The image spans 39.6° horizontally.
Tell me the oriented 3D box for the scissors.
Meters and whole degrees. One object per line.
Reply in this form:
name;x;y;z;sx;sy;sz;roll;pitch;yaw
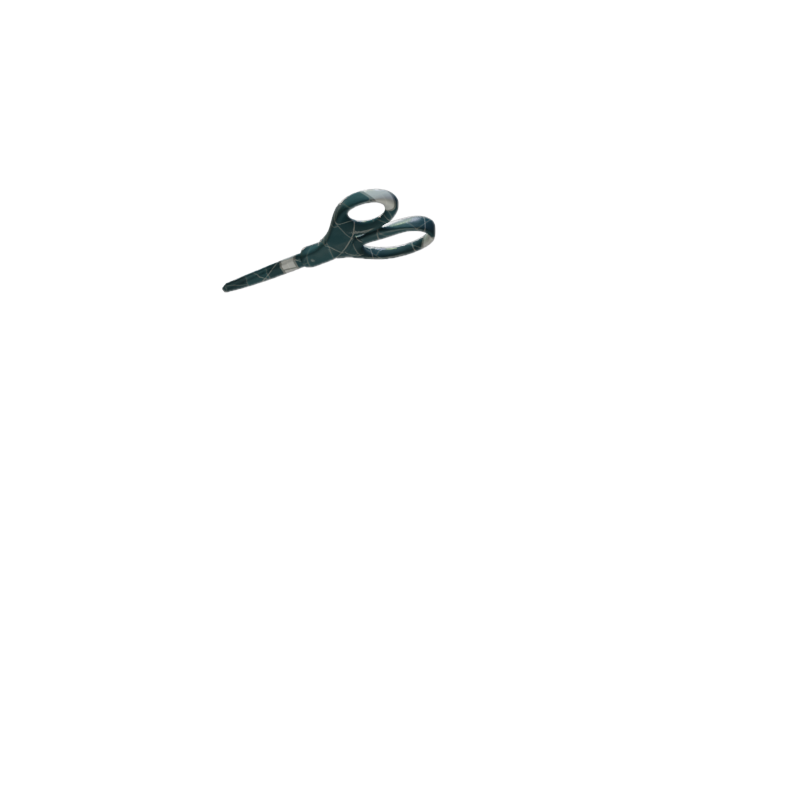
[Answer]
scissors;-0.073;-0.132;0.927;0.204;0.017;0.089;-9;-31;15
